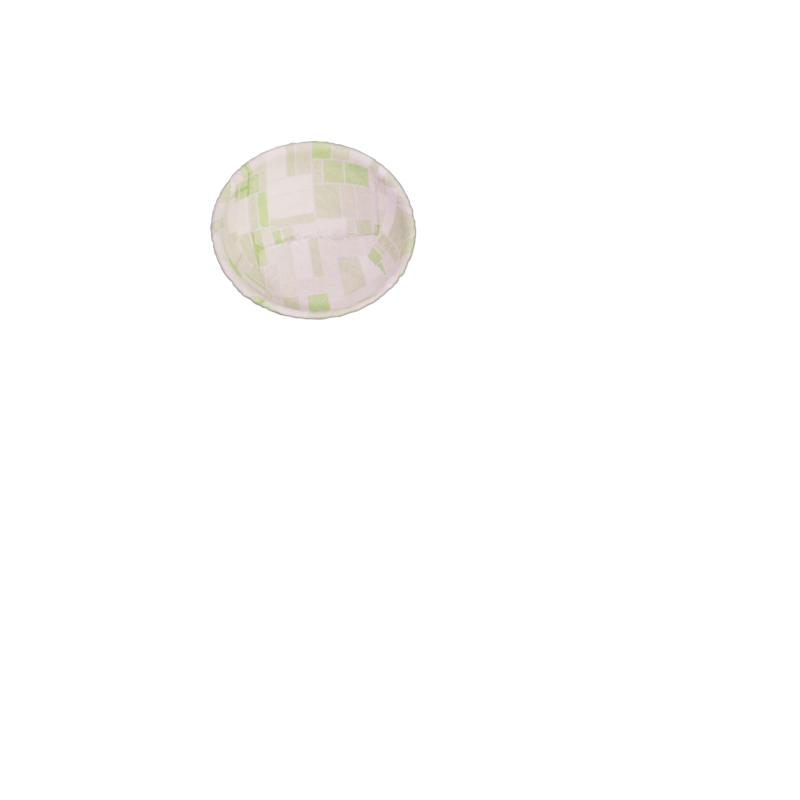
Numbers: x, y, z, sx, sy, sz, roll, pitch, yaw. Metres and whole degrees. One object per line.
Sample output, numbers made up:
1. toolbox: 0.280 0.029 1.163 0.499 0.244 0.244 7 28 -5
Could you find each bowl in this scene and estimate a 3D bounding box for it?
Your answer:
1. bowl: -0.070 -0.128 0.894 0.162 0.172 0.052 -1 -27 -1
